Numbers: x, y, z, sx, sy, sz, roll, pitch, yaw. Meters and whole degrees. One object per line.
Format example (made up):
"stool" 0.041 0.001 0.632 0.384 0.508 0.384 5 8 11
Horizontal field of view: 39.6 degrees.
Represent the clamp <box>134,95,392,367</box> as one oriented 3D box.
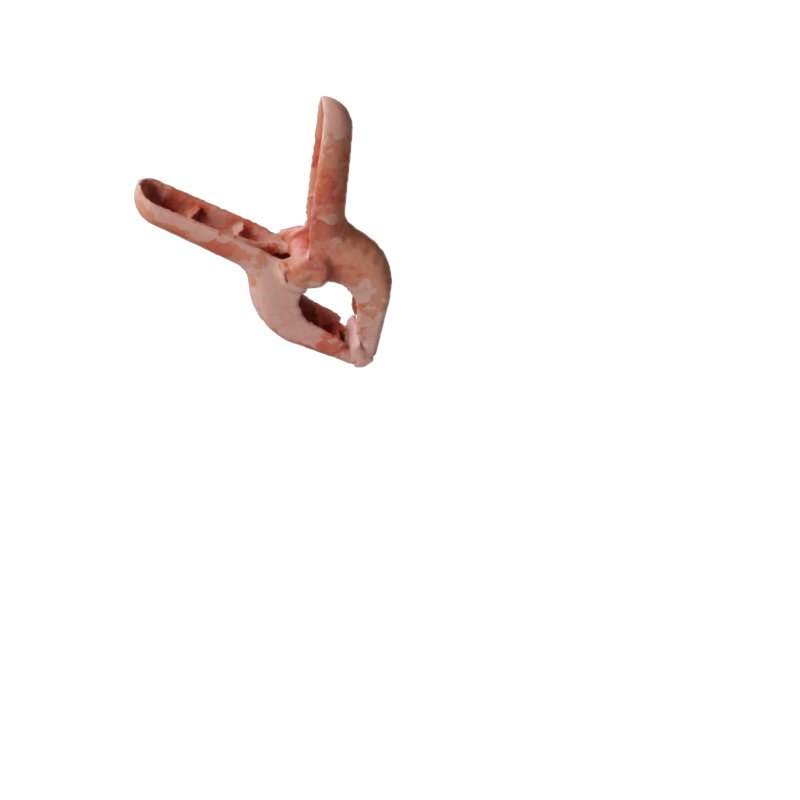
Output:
"clamp" -0.047 -0.086 0.600 0.120 0.042 0.159 -24 -47 24
